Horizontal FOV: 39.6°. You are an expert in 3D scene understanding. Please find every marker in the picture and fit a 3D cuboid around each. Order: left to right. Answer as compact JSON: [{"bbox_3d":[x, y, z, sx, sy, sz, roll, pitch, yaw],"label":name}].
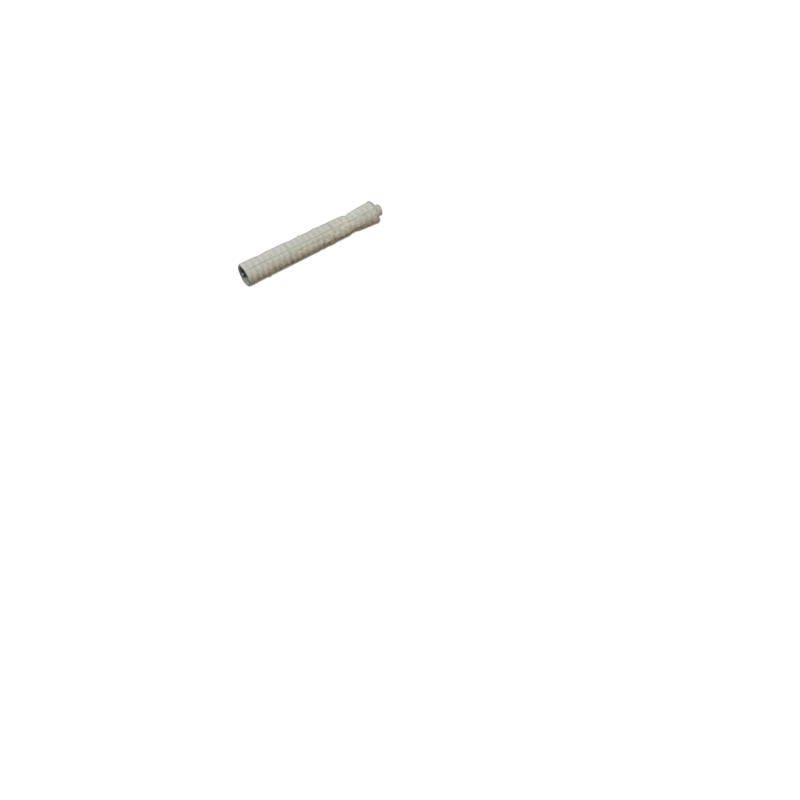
[{"bbox_3d":[-0.065,-0.119,0.835,0.121,0.019,0.020,-29,15,-19],"label":"marker"}]
